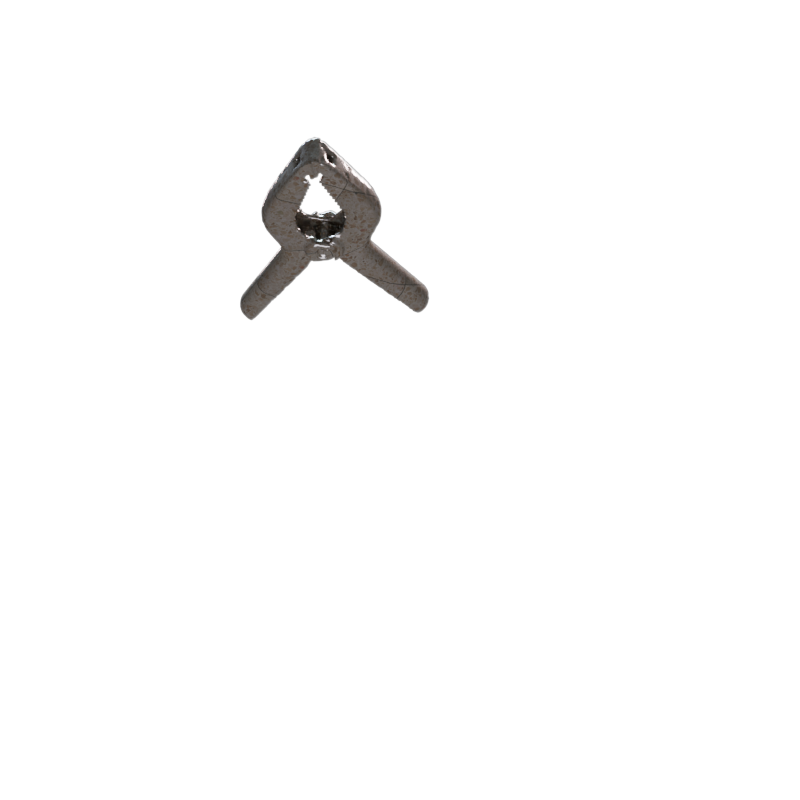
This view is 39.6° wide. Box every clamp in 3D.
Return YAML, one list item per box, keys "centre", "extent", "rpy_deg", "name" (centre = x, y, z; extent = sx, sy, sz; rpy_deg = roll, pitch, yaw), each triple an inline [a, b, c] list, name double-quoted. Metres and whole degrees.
- centre: [-0.071, -0.130, 0.908]
  extent: [0.166, 0.039, 0.194]
  rpy_deg: [-6, -35, 9]
  name: "clamp"
